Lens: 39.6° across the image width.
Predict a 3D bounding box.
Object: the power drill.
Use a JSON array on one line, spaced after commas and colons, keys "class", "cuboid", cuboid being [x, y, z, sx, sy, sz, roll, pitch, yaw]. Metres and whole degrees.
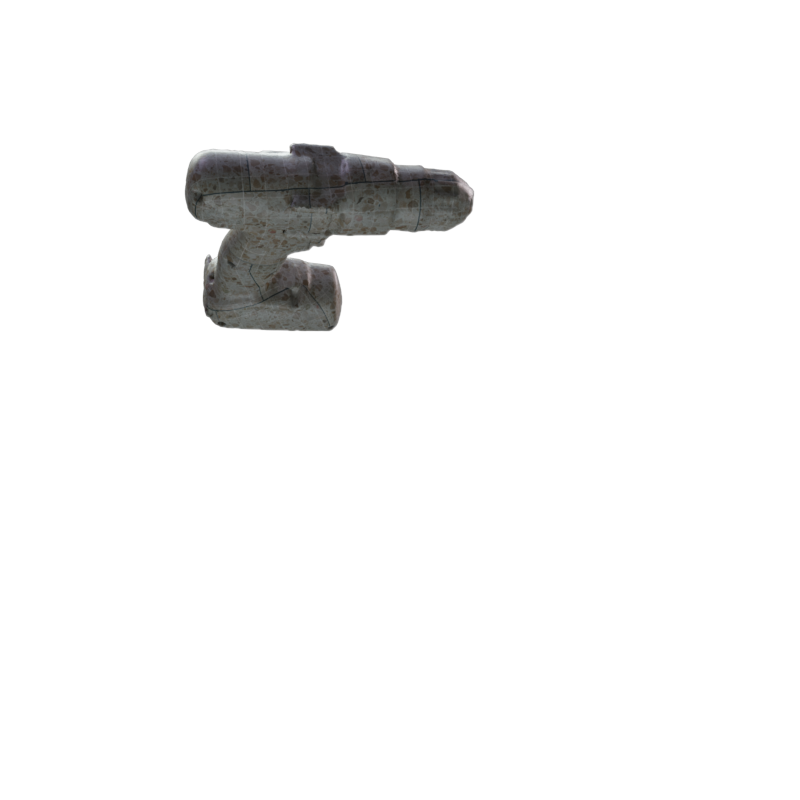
[{"class": "power drill", "cuboid": [-0.060, -0.109, 0.761, 0.182, 0.061, 0.180, 5, -24, -11]}]
